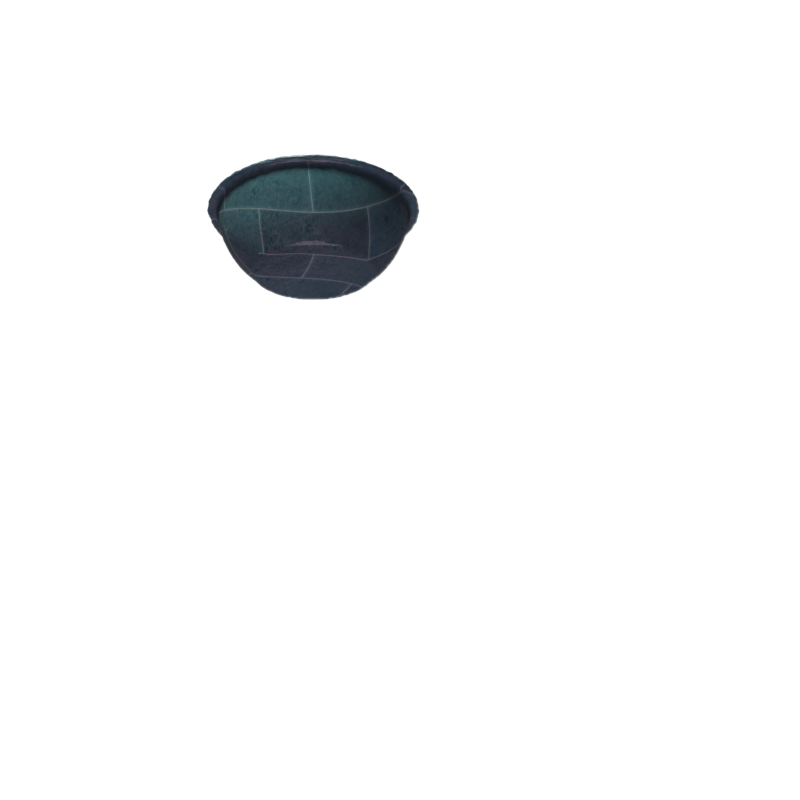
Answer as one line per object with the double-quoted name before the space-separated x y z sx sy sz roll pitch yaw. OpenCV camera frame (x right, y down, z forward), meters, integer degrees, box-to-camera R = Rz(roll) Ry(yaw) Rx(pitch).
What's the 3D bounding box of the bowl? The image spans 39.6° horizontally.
"bowl" -0.066 -0.119 0.837 0.162 0.058 0.153 1 -23 -2
